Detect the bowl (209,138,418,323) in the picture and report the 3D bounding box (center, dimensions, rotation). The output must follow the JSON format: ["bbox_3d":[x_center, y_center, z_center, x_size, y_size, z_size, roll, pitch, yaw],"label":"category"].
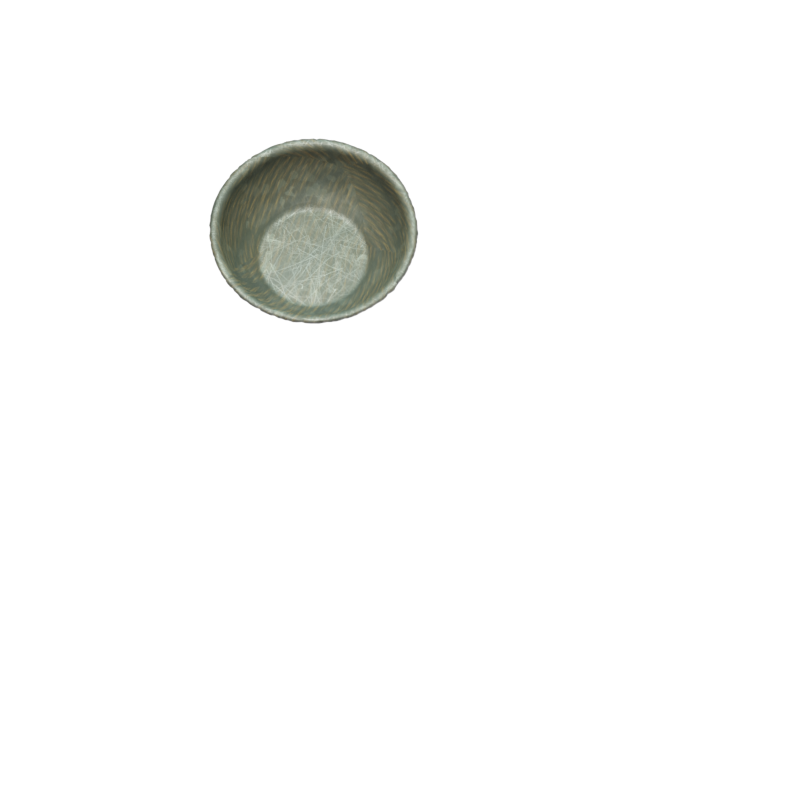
[{"bbox_3d":[-0.069,-0.126,0.881,0.162,0.171,0.052,-1,-25,-1],"label":"bowl"}]
